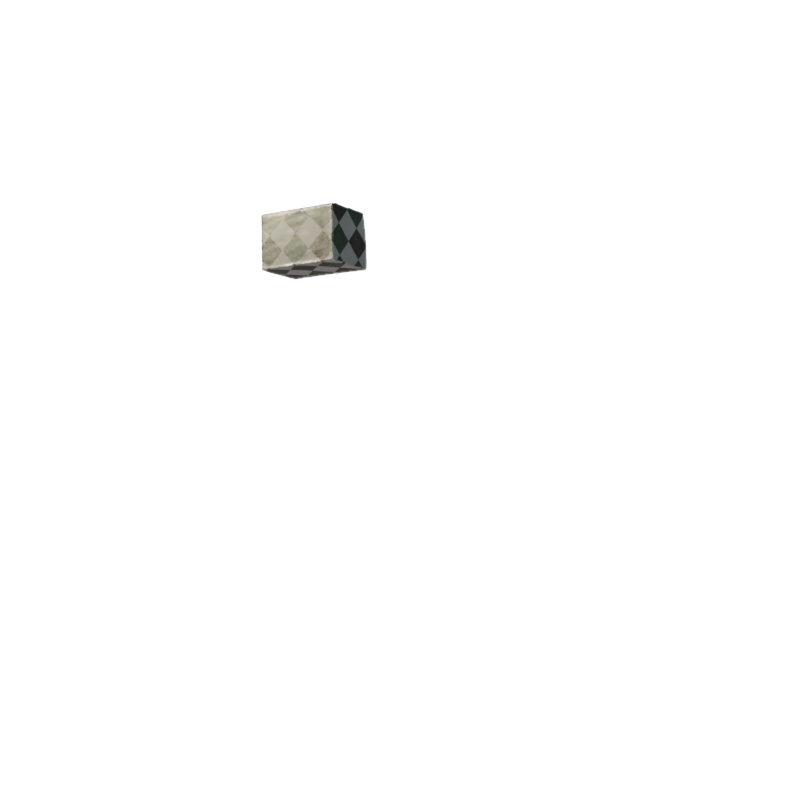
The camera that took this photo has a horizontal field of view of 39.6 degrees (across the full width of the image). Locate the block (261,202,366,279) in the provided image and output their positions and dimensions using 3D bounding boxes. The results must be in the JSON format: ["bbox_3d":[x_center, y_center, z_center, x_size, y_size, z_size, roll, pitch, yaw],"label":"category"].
[{"bbox_3d":[-0.075,-0.138,0.964,0.080,0.053,0.050,-5,-9,31],"label":"block"}]
